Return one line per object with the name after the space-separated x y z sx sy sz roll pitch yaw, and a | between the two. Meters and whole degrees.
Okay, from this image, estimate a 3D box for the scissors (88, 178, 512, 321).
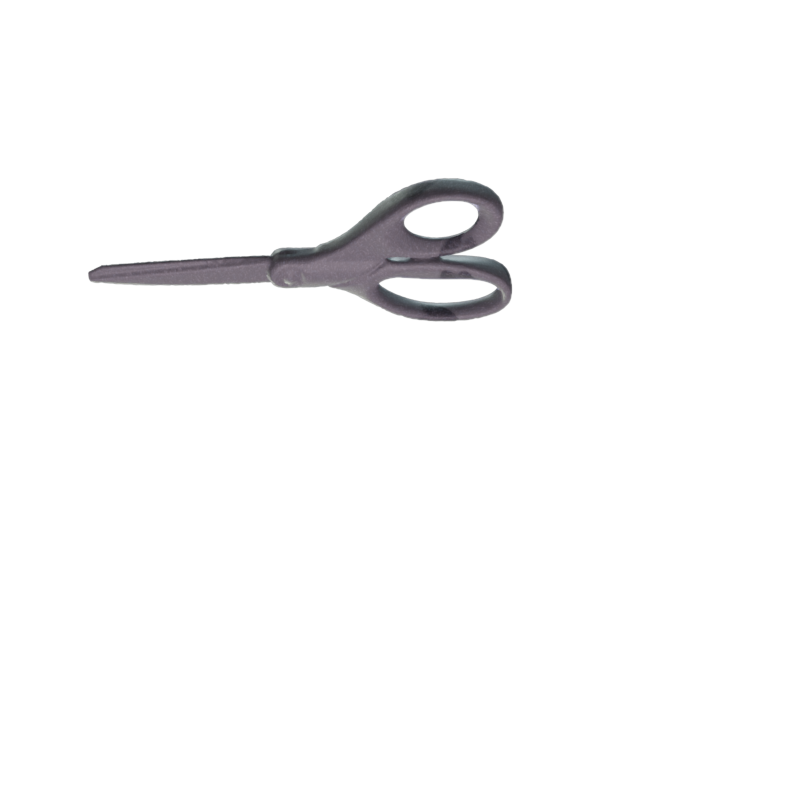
-0.040 -0.073 0.514 0.199 0.017 0.091 8 -41 -9 | scissors
